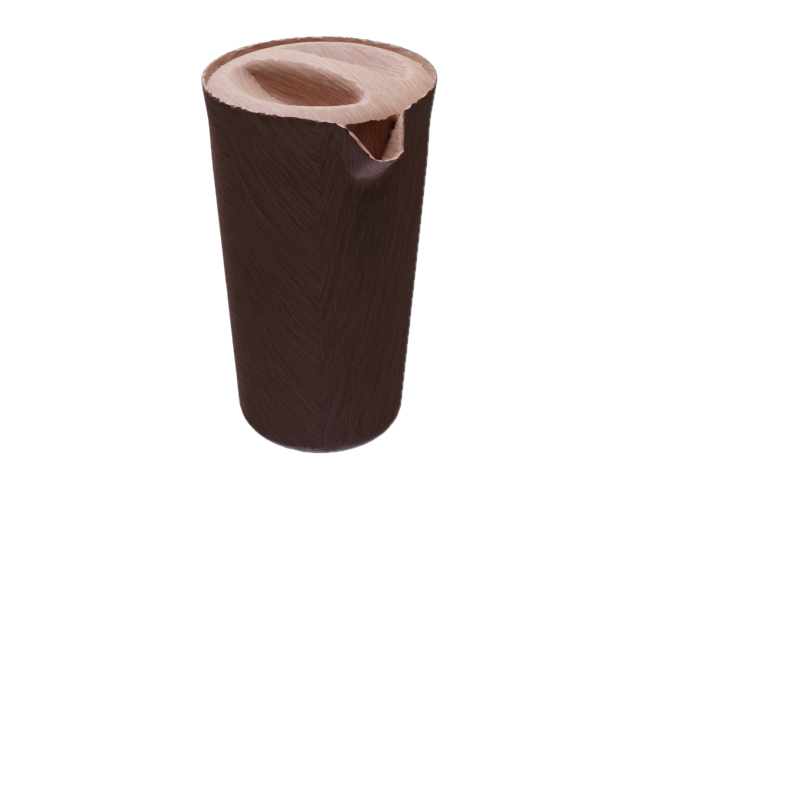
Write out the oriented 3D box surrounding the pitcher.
[{"bbox_3d":[-0.054,-0.098,0.688,0.148,0.228,0.155,10,33,13],"label":"pitcher"}]
